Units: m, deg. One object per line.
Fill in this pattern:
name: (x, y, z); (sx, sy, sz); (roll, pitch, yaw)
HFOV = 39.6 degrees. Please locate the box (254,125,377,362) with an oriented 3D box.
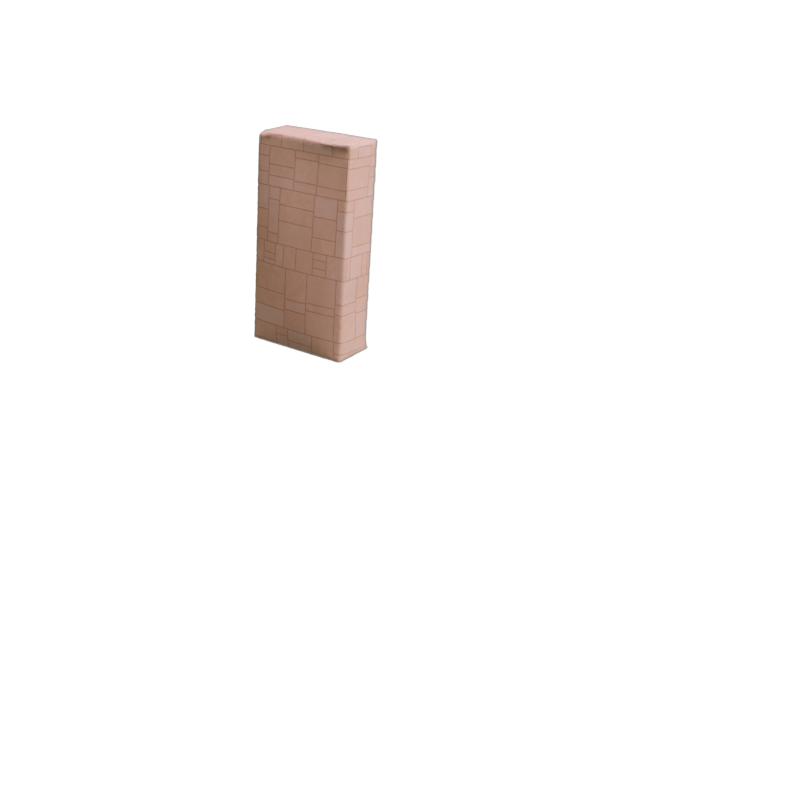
box: (-0.070, -0.127, 0.892); (0.098, 0.169, 0.047); (14, 22, 33)
